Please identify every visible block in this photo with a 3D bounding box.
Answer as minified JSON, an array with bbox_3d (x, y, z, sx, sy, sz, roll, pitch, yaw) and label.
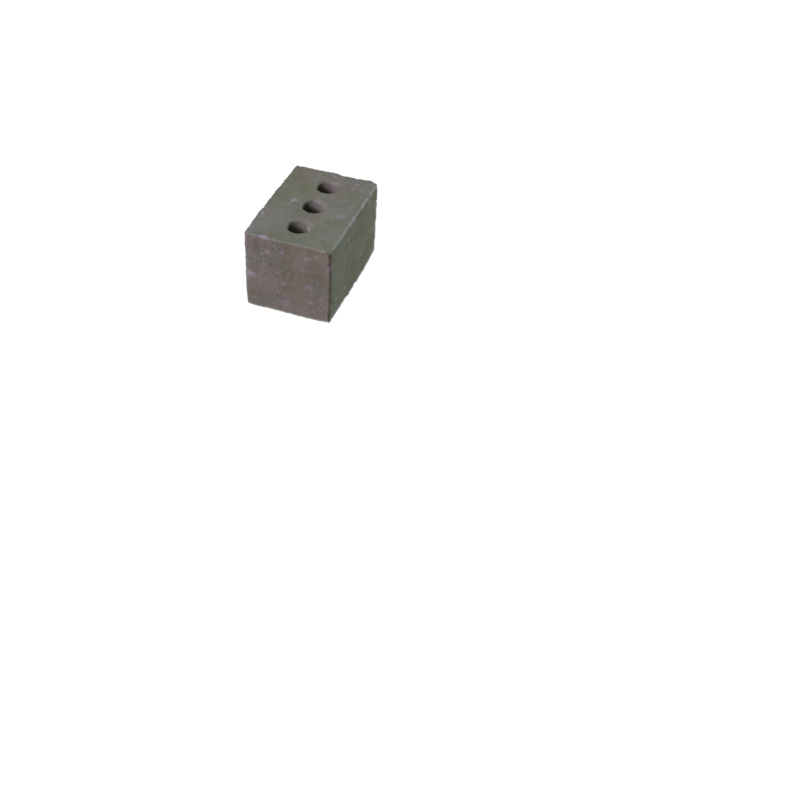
[{"bbox_3d":[-0.050,-0.091,0.639,0.054,0.048,0.081,13,41,13],"label":"block"}]
